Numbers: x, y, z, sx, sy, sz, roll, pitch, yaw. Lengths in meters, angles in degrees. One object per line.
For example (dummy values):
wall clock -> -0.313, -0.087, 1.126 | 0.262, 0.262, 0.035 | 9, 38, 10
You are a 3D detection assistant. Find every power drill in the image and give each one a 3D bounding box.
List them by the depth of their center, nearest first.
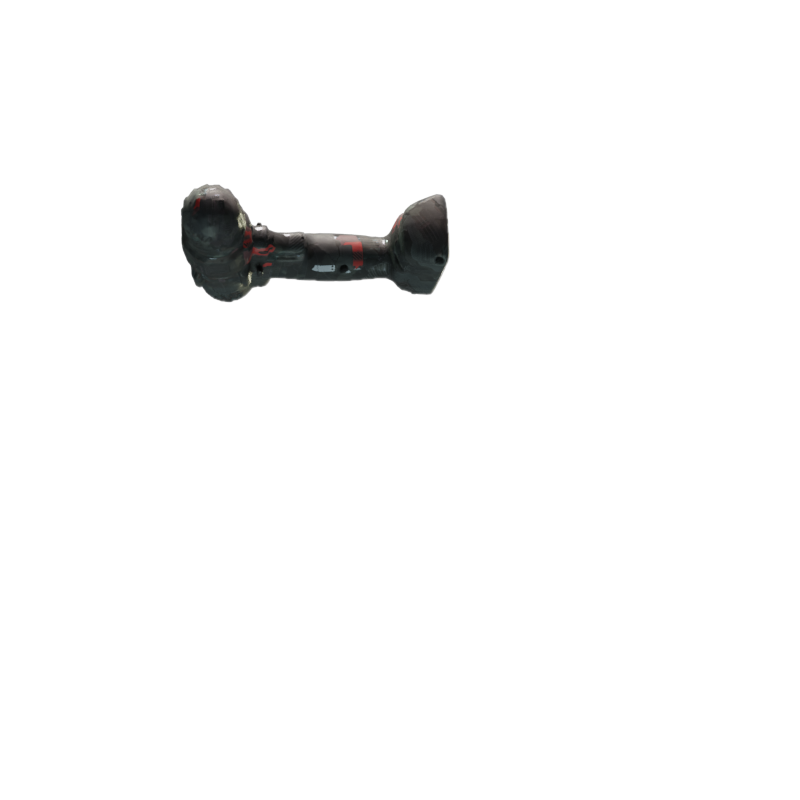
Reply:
power drill -> -0.062, -0.114, 0.798 | 0.187, 0.059, 0.180 | 0, -8, -3
